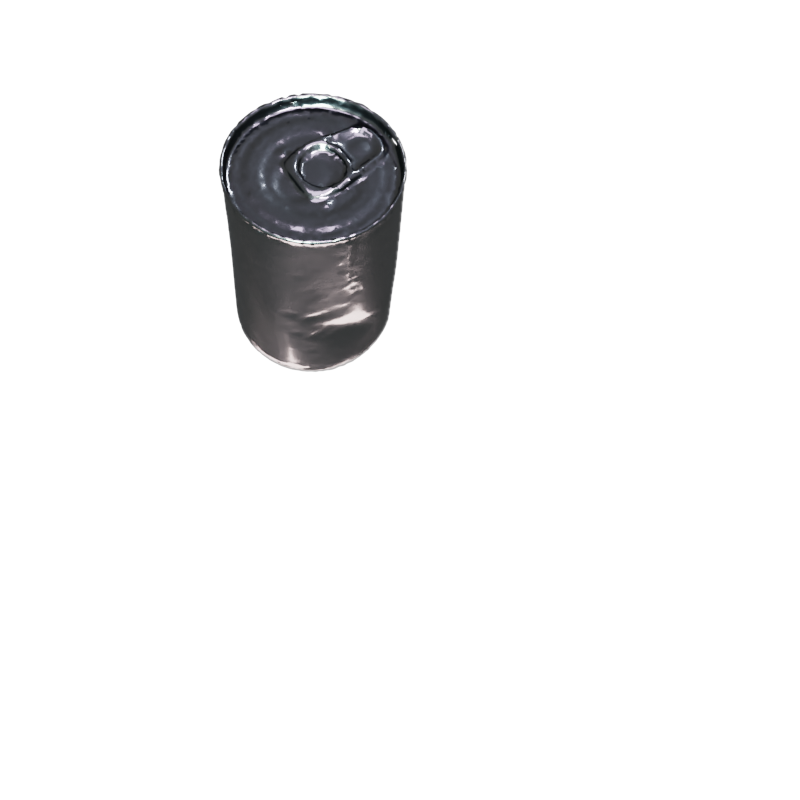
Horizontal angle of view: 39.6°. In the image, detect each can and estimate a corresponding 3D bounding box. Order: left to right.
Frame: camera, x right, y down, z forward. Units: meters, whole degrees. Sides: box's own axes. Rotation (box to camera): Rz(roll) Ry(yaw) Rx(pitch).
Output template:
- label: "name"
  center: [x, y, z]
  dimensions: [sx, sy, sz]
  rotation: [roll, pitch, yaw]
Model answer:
- label: "can"
  center: [-0.035, -0.063, 0.441]
  dimensions: [0.068, 0.073, 0.096]
  rotation: [0, -29, -3]
